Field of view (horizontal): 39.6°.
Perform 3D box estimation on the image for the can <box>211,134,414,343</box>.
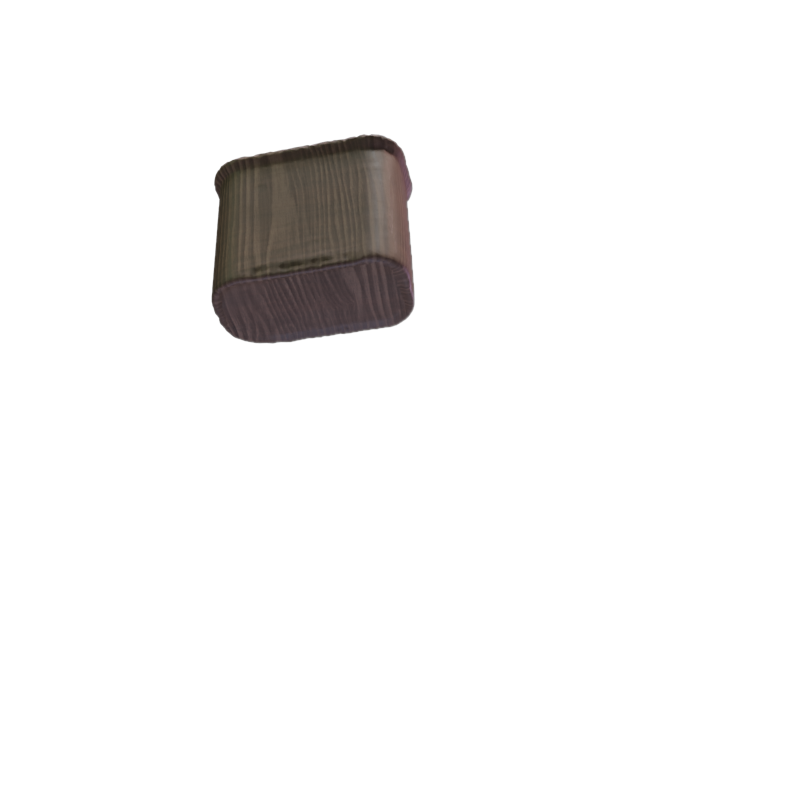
[{"bbox_3d":[-0.044,-0.080,0.557,0.103,0.090,0.053,-9,-40,9],"label":"can"}]
